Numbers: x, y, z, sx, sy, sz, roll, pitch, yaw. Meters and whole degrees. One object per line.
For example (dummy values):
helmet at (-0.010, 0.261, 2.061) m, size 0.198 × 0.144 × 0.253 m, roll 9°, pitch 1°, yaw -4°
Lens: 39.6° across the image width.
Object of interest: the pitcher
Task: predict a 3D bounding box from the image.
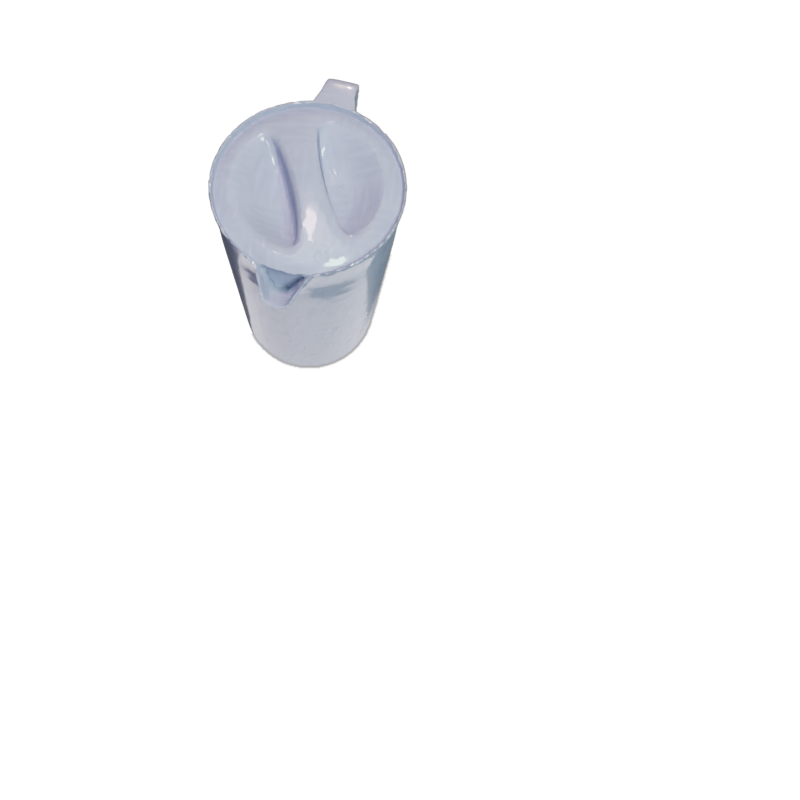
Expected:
pitcher at (-0.067, -0.121, 0.850) m, size 0.149 × 0.152 × 0.232 m, roll -30°, pitch -15°, yaw -13°
